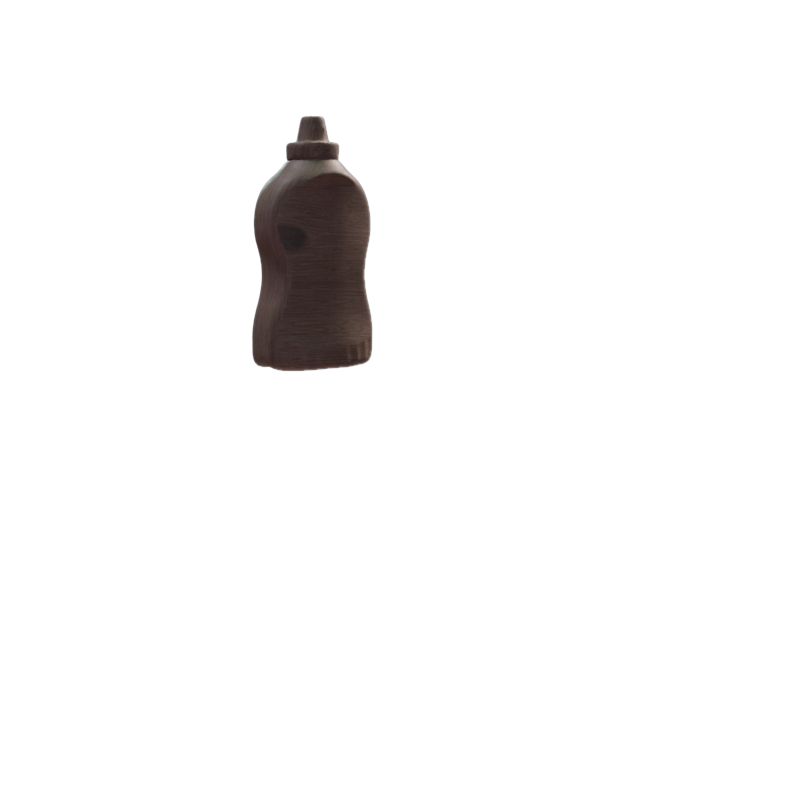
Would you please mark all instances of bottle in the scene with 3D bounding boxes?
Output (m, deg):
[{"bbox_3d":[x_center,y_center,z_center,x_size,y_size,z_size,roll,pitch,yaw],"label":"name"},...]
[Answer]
[{"bbox_3d":[-0.067,-0.122,0.853,0.093,0.191,0.061,-2,2,-35],"label":"bottle"}]
